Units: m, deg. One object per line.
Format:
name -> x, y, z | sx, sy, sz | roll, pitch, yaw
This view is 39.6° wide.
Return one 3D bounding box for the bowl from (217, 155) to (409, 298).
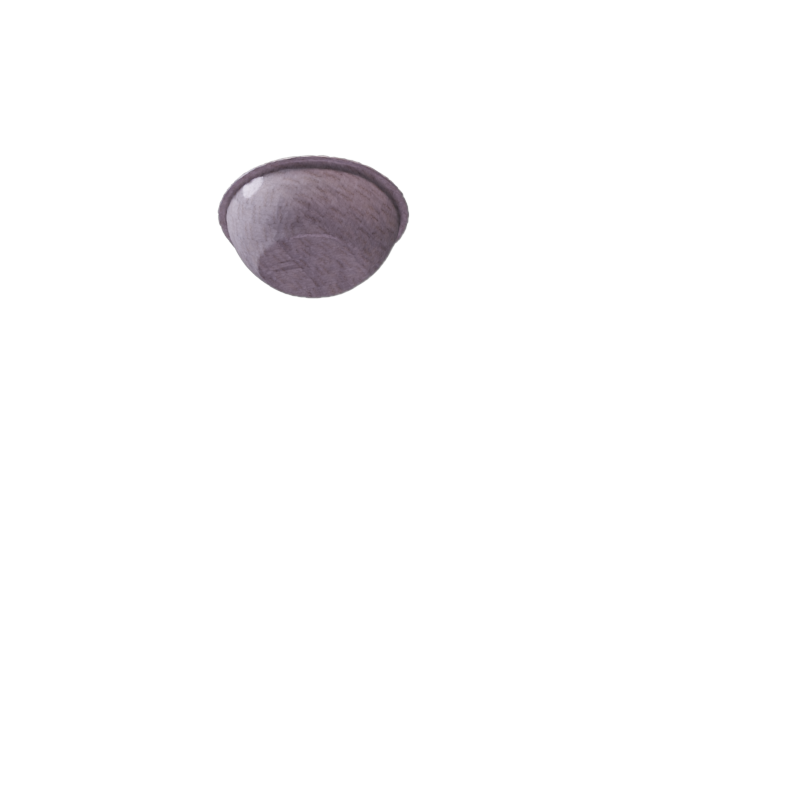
bowl -> -0.072, -0.132, 0.926 | 0.162, 0.059, 0.152 | 1, -31, -2
